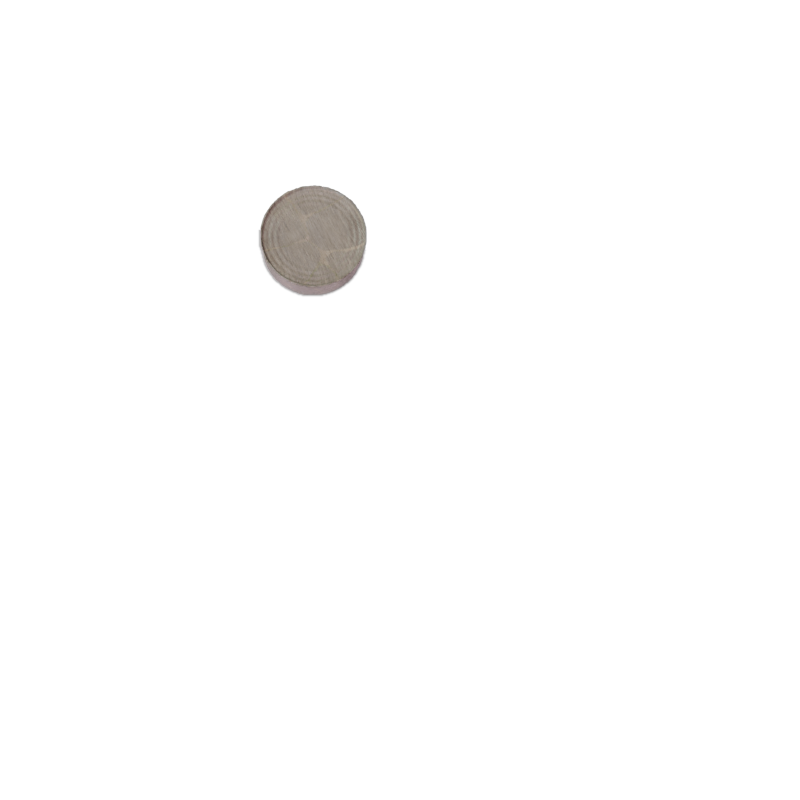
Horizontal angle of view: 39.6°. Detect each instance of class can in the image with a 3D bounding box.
[{"bbox_3d":[-0.071,-0.129,0.901,0.086,0.090,0.032,-1,-17,-1],"label":"can"}]
